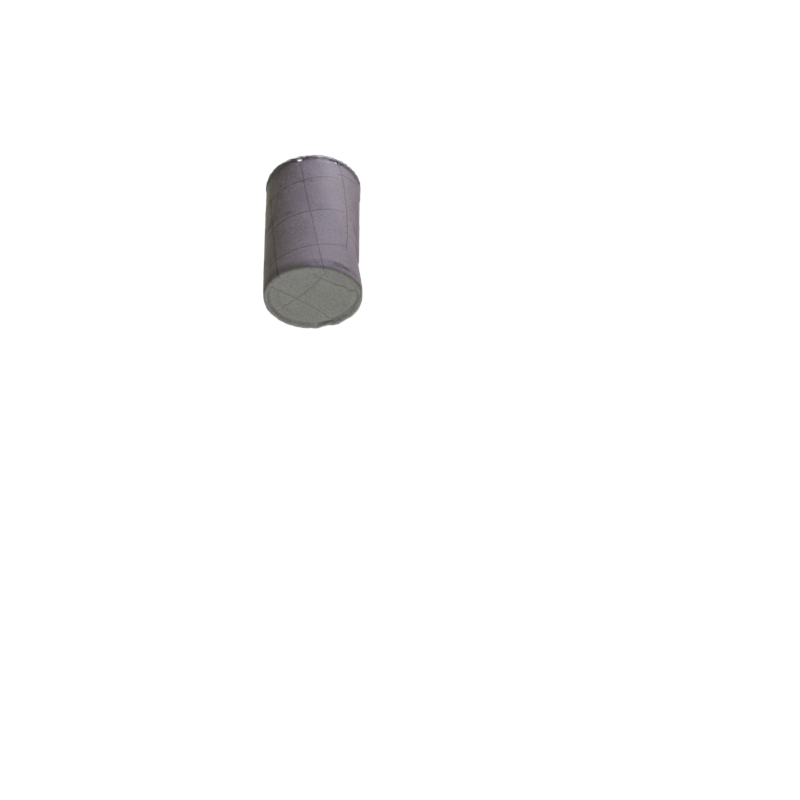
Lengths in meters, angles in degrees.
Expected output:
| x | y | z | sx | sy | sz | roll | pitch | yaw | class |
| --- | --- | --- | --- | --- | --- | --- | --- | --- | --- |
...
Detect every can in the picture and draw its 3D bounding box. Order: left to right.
| x | y | z | sx | sy | sz | roll | pitch | yaw | class |
| --- | --- | --- | --- | --- | --- | --- | --- | --- | --- |
| -0.060 | -0.109 | 0.760 | 0.068 | 0.110 | 0.064 | -1 | -38 | -3 | can |
